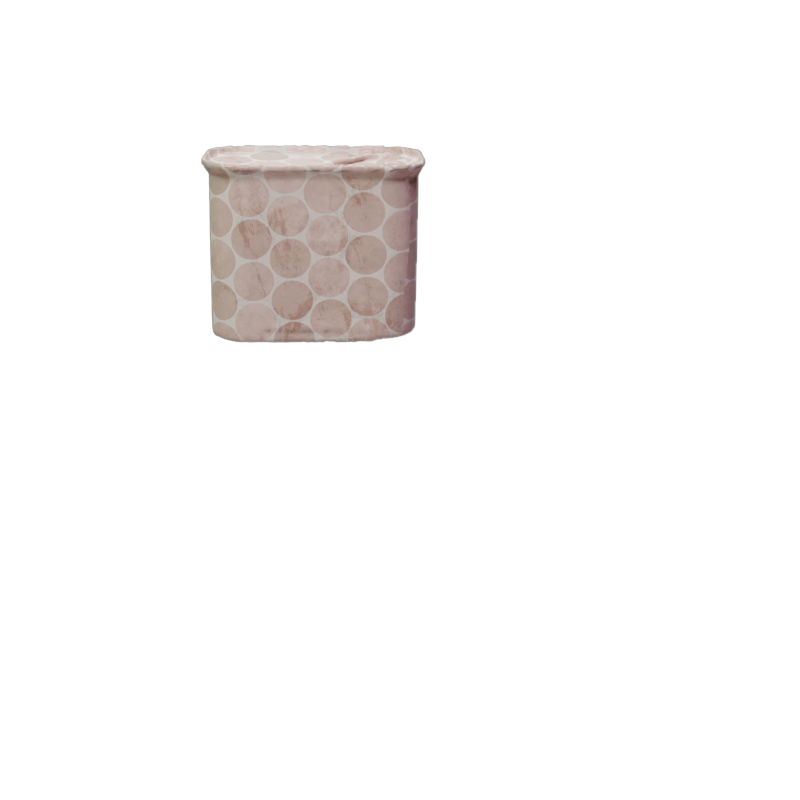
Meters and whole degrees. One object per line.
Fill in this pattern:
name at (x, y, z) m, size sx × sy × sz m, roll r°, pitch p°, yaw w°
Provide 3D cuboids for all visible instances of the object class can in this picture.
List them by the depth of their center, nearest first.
can at (-0.041, -0.074, 0.521) m, size 0.102 × 0.081 × 0.060 m, roll 0°, pitch 16°, yaw -1°
